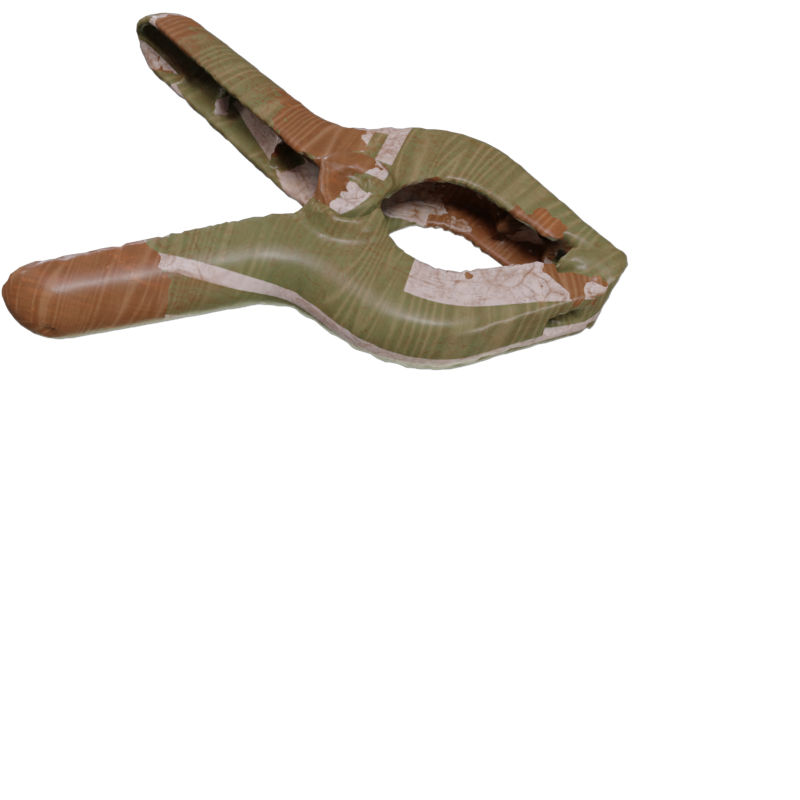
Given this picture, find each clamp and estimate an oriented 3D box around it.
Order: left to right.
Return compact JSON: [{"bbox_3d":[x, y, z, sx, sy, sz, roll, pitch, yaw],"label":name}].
[{"bbox_3d":[-0.025,-0.046,0.324,0.175,0.125,0.037,21,-26,11],"label":"clamp"}]
